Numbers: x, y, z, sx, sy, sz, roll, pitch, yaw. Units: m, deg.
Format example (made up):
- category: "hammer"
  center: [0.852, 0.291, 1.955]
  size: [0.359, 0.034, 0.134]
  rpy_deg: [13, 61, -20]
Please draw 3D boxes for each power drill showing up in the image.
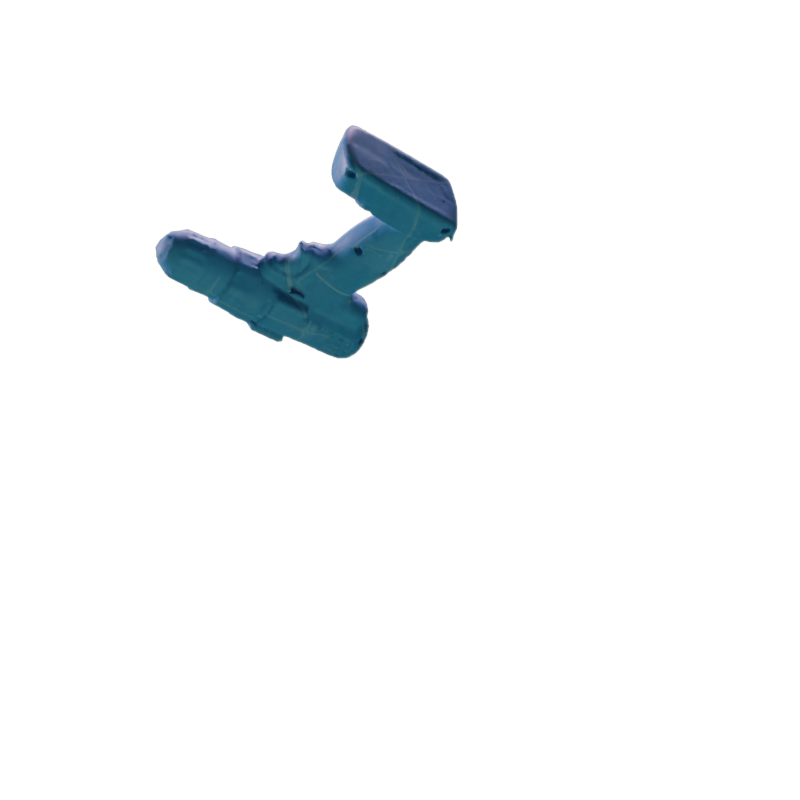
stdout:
- category: "power drill"
  center: [-0.064, -0.117, 0.822]
  size: [0.175, 0.062, 0.184]
  rpy_deg: [25, -45, -28]
